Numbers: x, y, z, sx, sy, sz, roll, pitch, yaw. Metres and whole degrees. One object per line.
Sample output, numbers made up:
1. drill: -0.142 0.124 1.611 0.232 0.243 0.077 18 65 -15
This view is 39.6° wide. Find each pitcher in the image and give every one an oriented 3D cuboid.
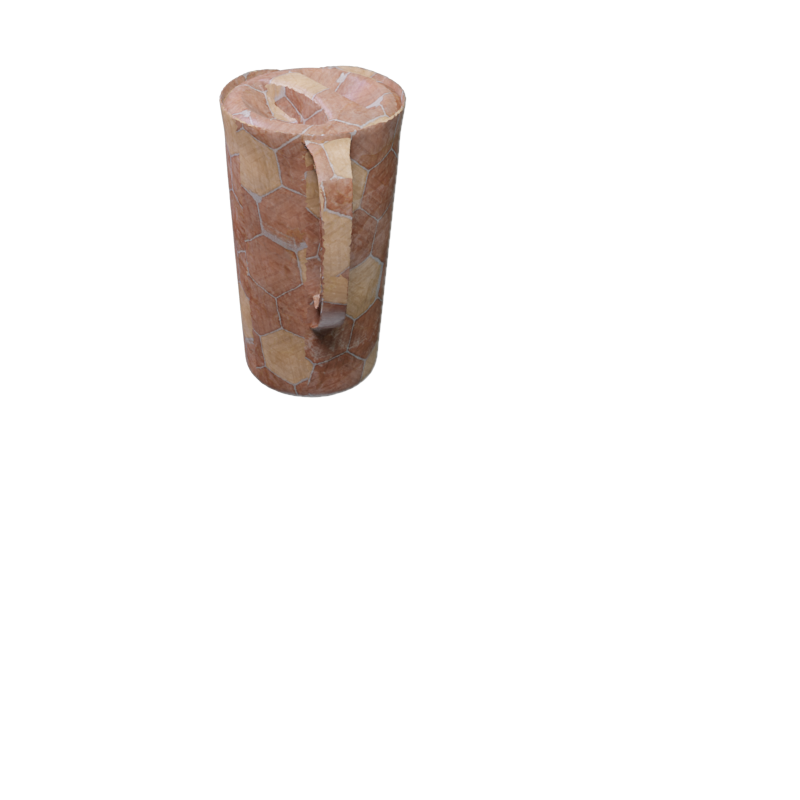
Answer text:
1. pitcher: -0.066 -0.120 0.838 0.152 0.228 0.151 20 37 26
